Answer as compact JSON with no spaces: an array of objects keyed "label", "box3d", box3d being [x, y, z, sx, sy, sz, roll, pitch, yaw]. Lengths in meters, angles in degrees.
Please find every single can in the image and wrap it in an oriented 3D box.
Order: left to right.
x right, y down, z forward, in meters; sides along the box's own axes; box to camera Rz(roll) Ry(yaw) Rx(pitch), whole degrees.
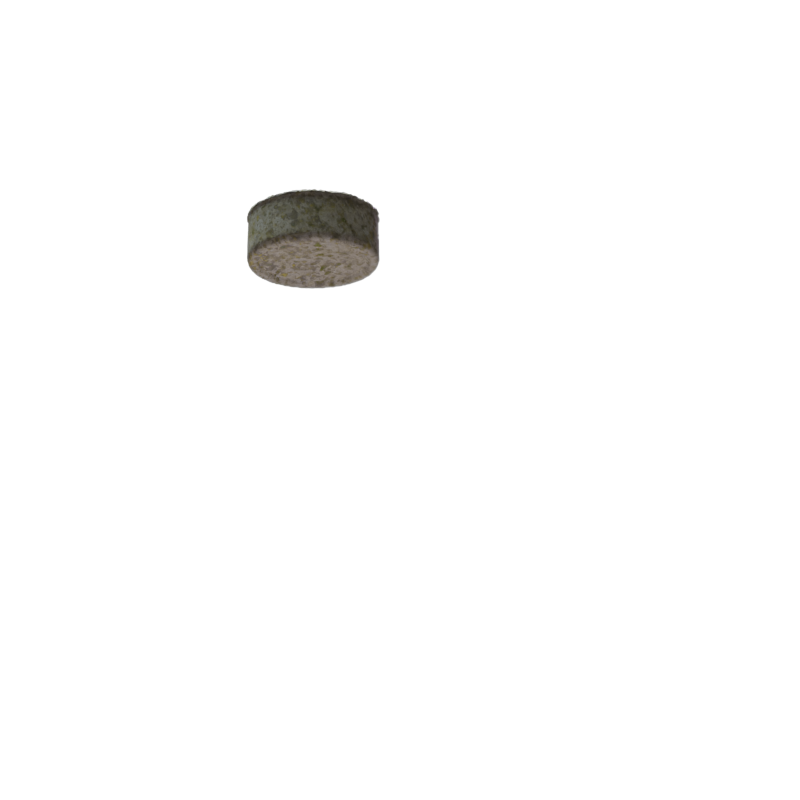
[{"label":"can","box3d":[-0.056,-0.102,0.711,0.086,0.035,0.082,0,-18,-2]}]
